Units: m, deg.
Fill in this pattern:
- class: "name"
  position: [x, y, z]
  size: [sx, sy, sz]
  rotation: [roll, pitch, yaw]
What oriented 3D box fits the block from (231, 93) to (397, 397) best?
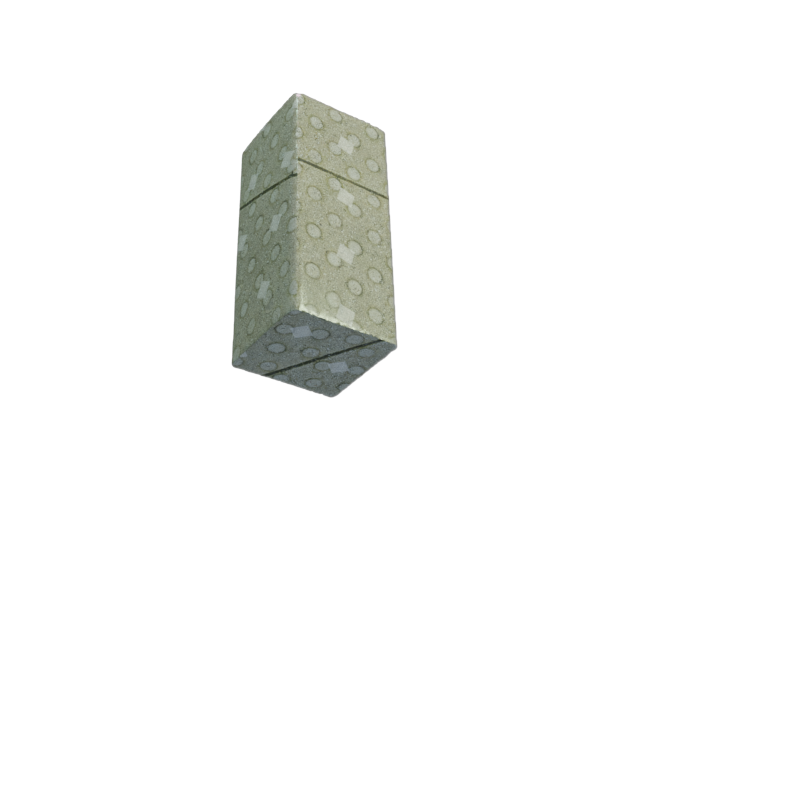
- class: "block"
  position: [-0.067, -0.122, 0.852]
  size: [0.086, 0.221, 0.088]
  rotation: [20, -40, -29]
